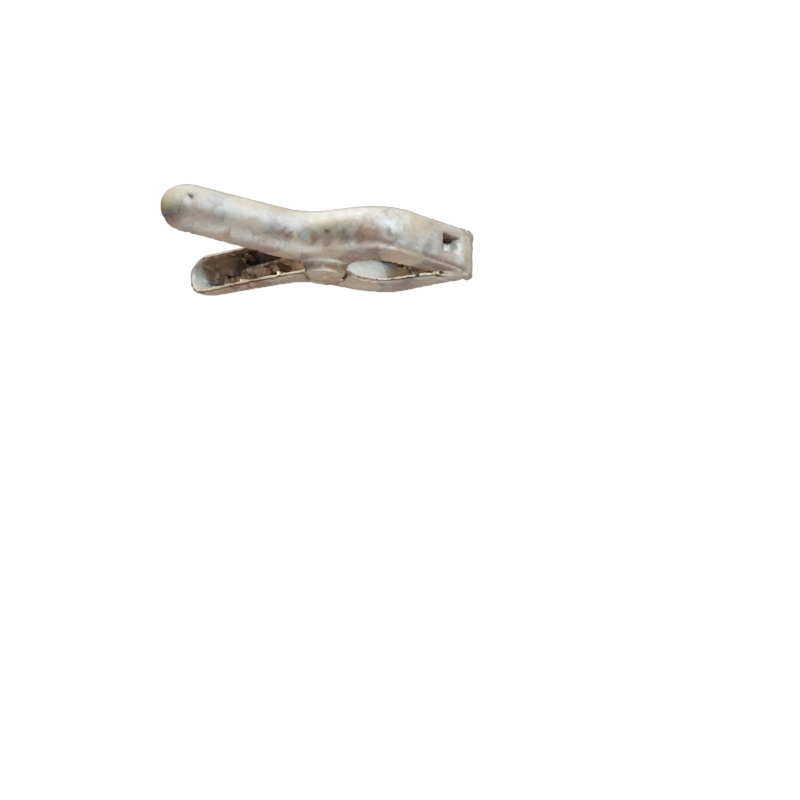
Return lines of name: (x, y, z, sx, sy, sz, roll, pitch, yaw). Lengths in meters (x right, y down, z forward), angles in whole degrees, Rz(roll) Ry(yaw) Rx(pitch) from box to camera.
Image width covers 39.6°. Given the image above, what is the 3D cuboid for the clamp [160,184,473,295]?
clamp: (-0.048, -0.087, 0.608, 0.173, 0.040, 0.115, -2, -10, 10)
